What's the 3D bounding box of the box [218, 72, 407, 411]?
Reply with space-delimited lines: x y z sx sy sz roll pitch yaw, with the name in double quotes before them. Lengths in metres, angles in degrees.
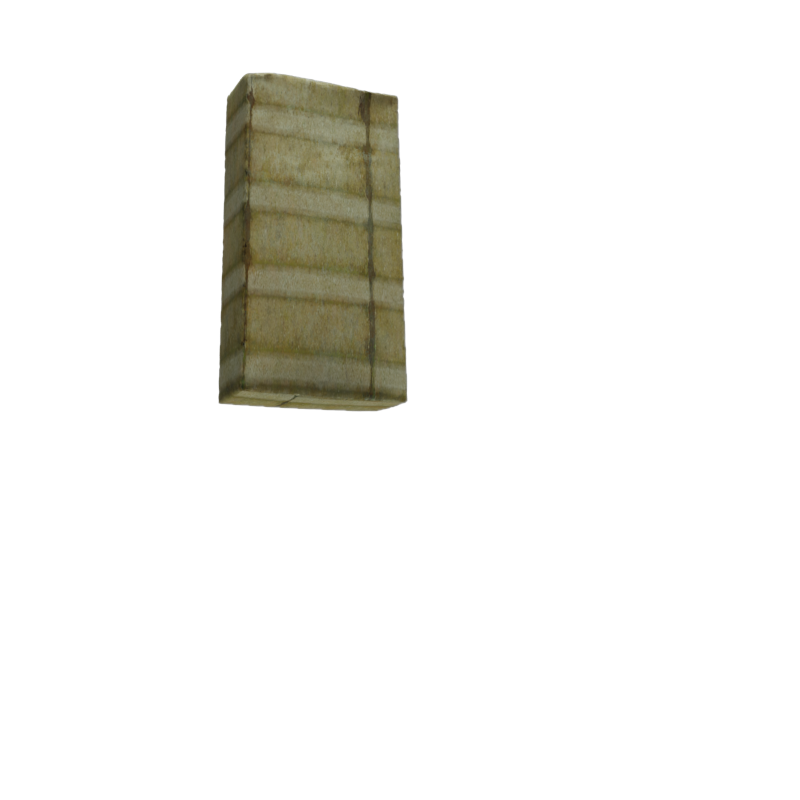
"box" -0.047 -0.085 0.594 0.090 0.183 0.048 5 -17 -22
